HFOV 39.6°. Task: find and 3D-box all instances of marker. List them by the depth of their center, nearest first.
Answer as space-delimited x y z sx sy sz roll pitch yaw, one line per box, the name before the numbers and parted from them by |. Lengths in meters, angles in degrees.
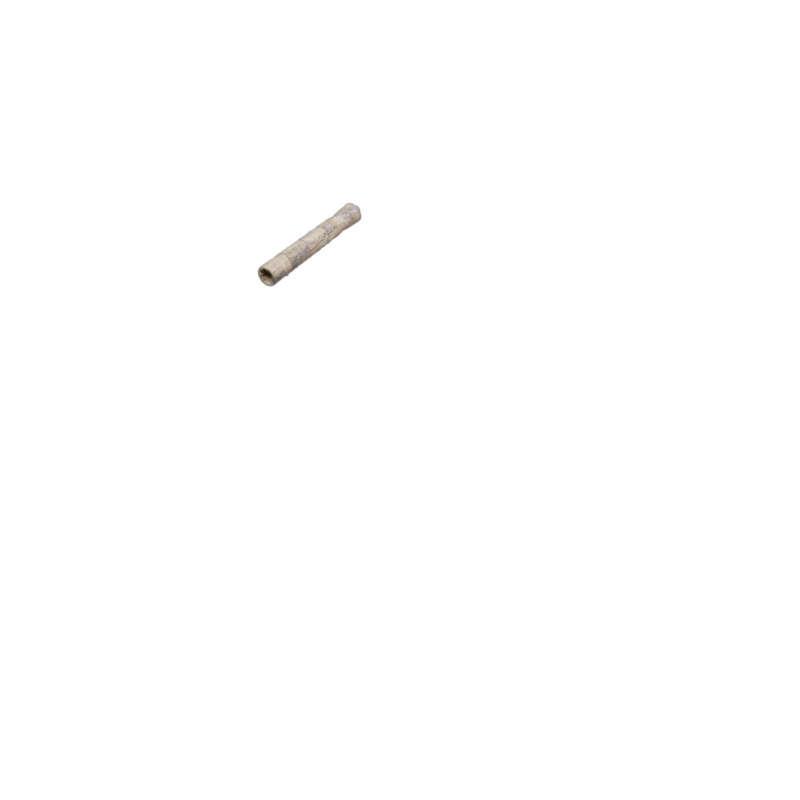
marker | -0.072 -0.131 0.916 0.021 0.019 0.123 3 34 41
